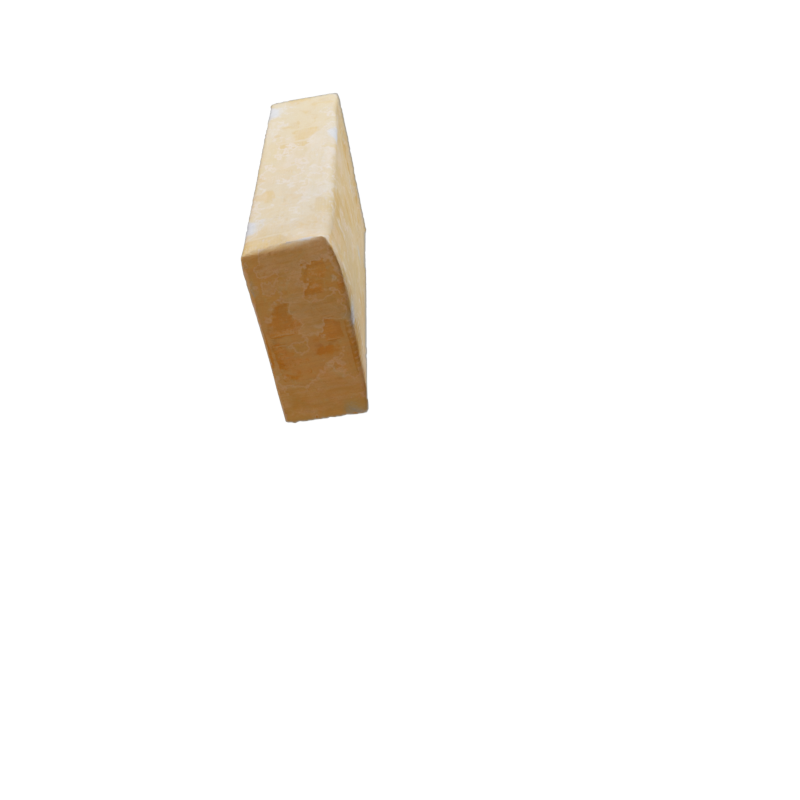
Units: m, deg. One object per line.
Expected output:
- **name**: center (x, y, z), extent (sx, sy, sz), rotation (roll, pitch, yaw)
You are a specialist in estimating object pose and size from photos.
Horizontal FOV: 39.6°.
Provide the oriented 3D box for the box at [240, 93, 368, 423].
- **box**: center (-0.044, -0.080, 0.562), extent (0.048, 0.087, 0.188), rotation (-10, 33, 3)
